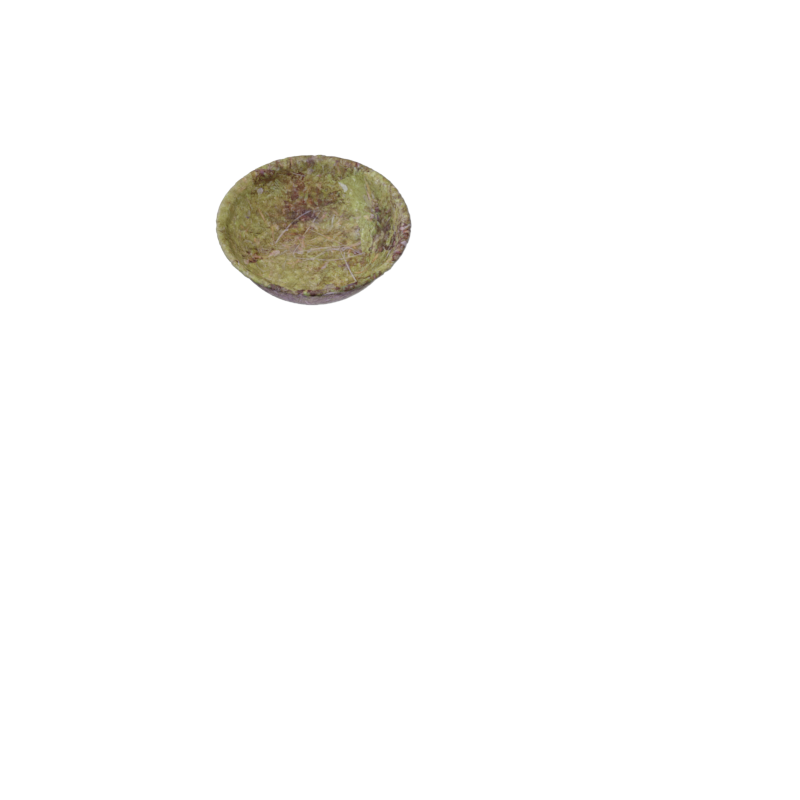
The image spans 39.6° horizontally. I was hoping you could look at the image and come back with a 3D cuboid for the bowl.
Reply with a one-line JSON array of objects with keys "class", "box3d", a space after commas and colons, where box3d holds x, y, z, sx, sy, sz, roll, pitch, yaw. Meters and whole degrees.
[{"class": "bowl", "box3d": [-0.073, -0.133, 0.934, 0.162, 0.174, 0.051, -1, -40, -1]}]
